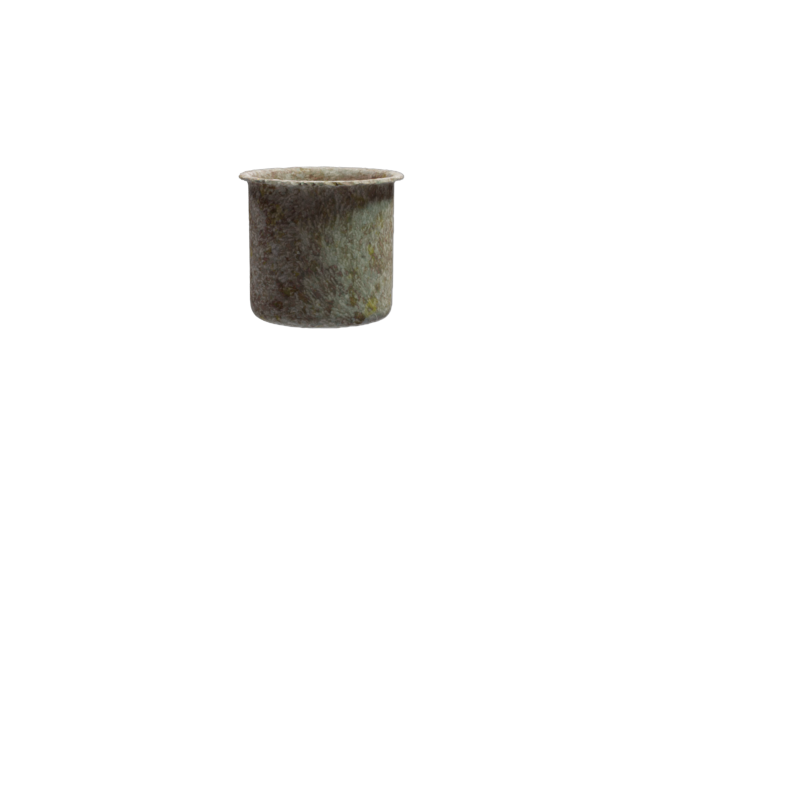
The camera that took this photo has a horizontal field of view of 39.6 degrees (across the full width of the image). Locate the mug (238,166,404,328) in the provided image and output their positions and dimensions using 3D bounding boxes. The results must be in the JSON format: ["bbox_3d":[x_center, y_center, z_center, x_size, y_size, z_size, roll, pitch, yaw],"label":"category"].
[{"bbox_3d":[-0.050,-0.091,0.638,0.091,0.079,0.123,-6,15,-24],"label":"mug"}]
